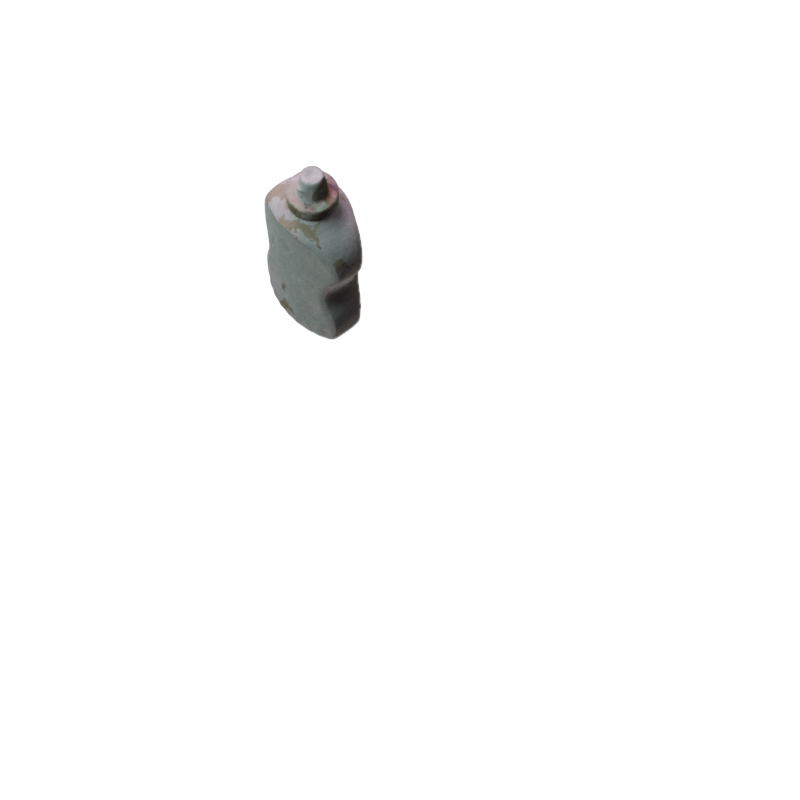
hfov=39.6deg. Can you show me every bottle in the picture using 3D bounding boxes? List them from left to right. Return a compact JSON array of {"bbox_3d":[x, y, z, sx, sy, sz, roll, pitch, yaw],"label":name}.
[{"bbox_3d":[-0.071,-0.129,0.908,0.059,0.101,0.181,-34,-20,-18],"label":"bottle"}]
